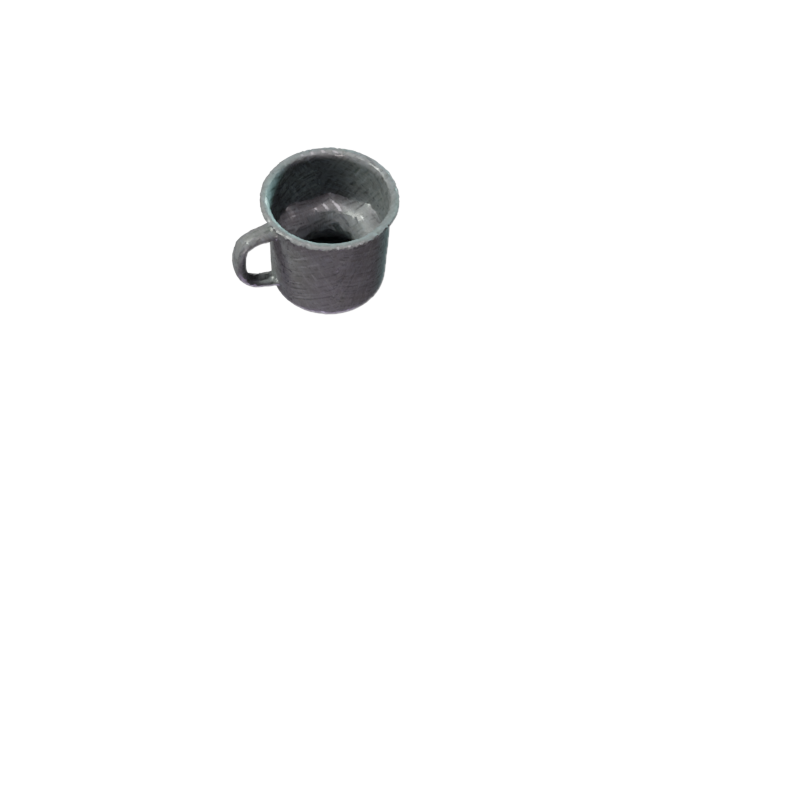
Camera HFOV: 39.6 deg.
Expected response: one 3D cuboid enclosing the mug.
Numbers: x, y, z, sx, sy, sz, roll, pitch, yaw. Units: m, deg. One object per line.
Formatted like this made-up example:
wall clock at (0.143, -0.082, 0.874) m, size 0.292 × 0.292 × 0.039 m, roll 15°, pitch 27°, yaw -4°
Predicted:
mug at (-0.060, -0.109, 0.761) m, size 0.116 × 0.100 × 0.076 m, roll -23°, pitch -33°, yaw -18°
